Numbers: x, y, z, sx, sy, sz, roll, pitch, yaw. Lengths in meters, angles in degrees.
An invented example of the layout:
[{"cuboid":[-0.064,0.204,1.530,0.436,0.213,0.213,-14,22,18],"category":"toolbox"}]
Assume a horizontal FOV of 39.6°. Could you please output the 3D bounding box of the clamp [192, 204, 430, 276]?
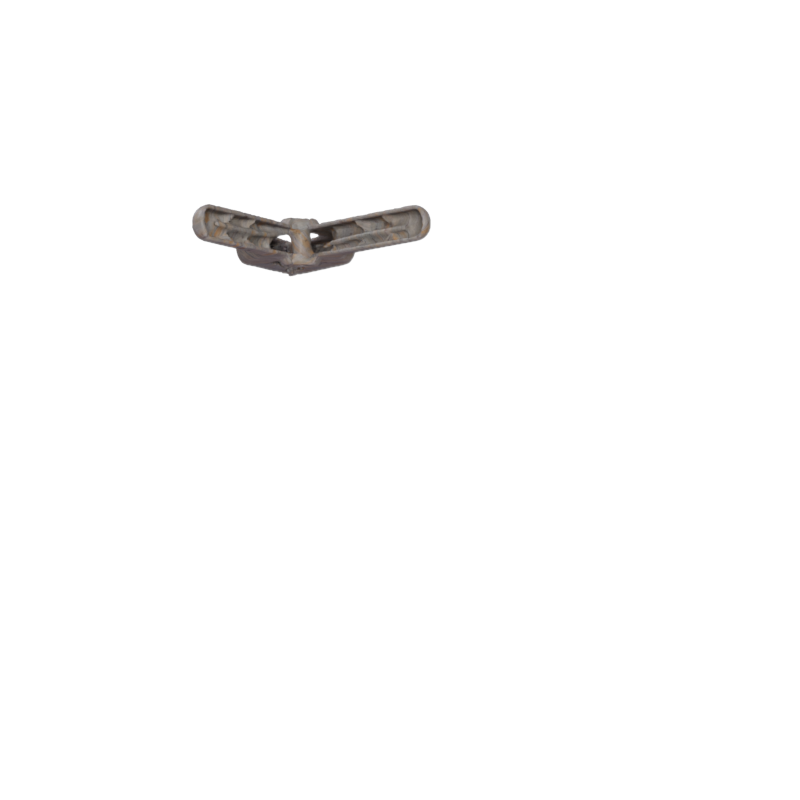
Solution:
[{"cuboid":[-0.066,-0.121,0.848,0.164,0.037,0.208,0,-1,-2],"category":"clamp"}]
